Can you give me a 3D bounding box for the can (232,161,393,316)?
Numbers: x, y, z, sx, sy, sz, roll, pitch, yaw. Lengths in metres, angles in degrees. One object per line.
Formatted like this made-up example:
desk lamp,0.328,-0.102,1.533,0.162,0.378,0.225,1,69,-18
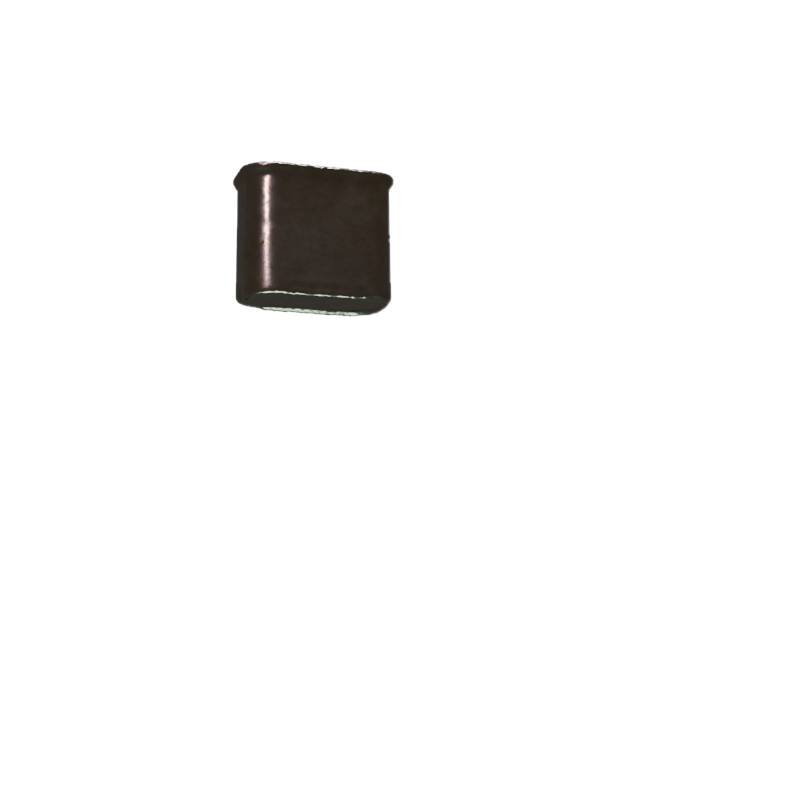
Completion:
can,-0.056,-0.101,0.710,0.099,0.087,0.057,3,-14,-18
